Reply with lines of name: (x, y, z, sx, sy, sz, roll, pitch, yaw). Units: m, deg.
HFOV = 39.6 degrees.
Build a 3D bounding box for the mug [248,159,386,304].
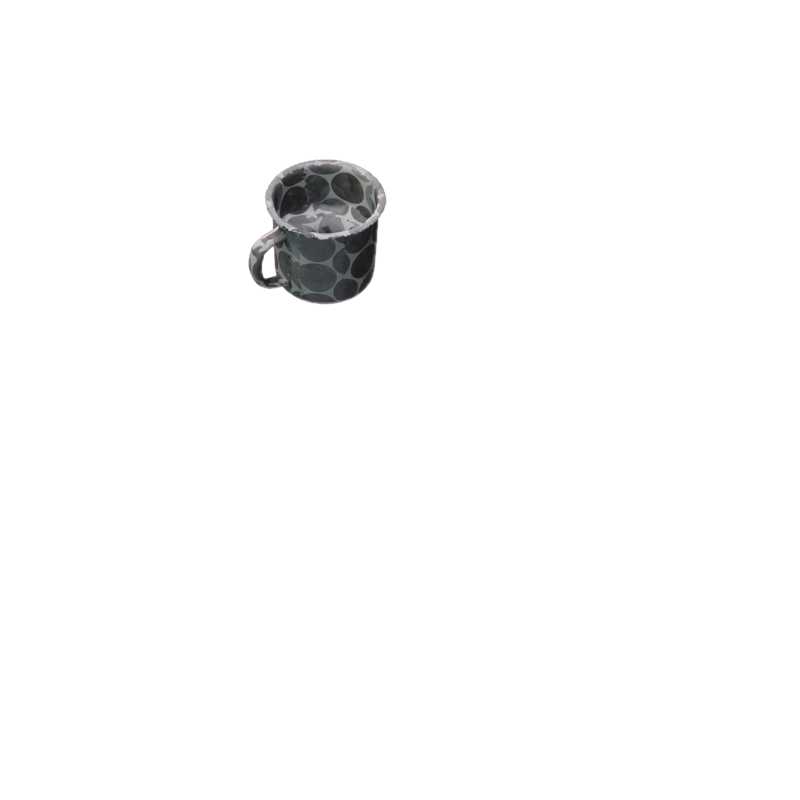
mug: (-0.068, -0.124, 0.872, 0.117, 0.076, 0.100, -32, 55, -28)
